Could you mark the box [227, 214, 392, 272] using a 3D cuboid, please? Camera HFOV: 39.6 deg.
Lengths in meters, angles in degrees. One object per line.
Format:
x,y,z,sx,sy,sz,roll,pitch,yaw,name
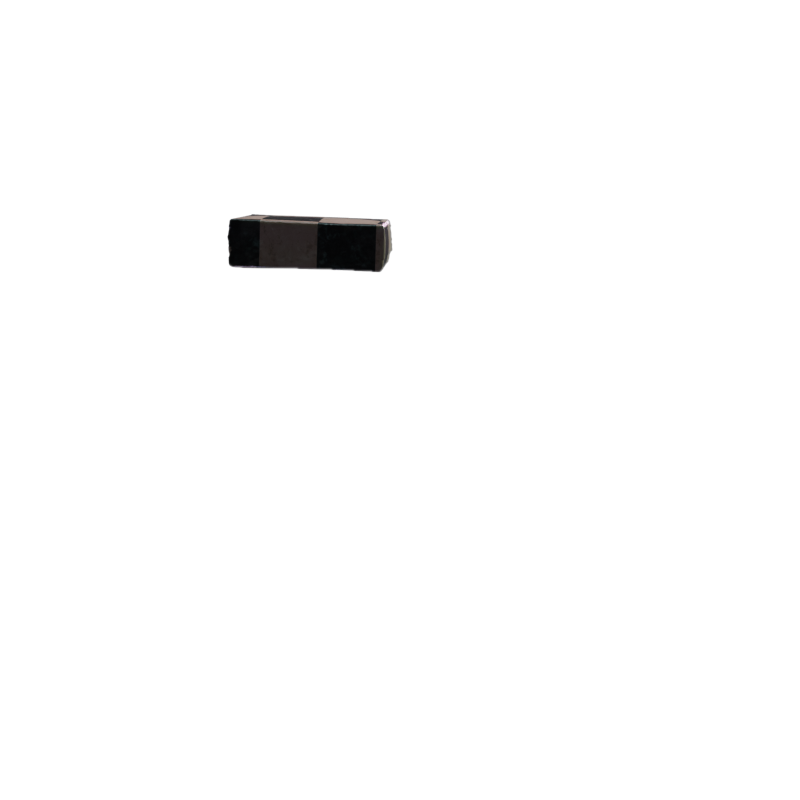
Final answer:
-0.064,-0.117,0.822,0.114,0.038,0.091,1,9,5,box
